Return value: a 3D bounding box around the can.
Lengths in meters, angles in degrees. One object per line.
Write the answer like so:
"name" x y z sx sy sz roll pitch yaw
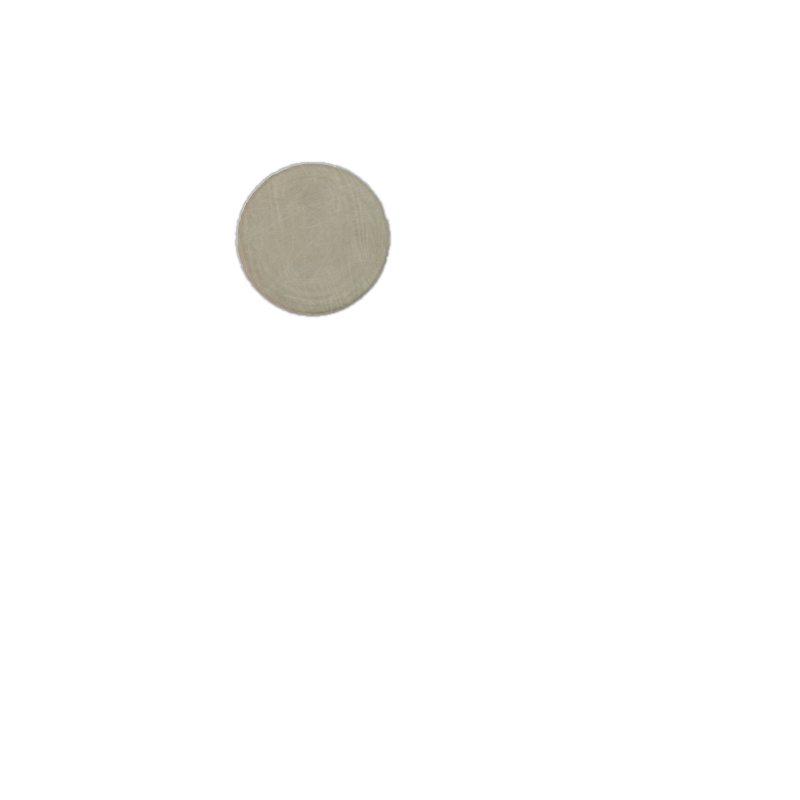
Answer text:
"can" -0.050 -0.091 0.634 0.086 0.087 0.033 0 -5 -1
